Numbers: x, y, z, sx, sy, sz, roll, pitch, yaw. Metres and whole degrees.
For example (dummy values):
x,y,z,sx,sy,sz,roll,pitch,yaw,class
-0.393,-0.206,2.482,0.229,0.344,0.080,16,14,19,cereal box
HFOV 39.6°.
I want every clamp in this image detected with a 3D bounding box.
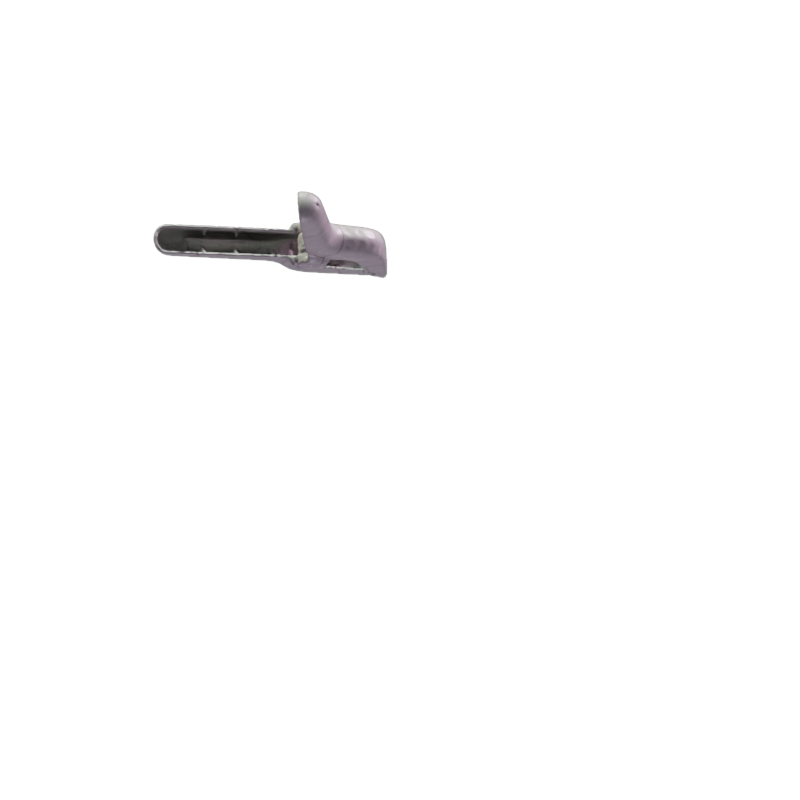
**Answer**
x,y,z,sx,sy,sz,roll,pitch,yaw,class
-0.071,-0.129,0.903,0.169,0.037,0.200,-5,-7,44,clamp
